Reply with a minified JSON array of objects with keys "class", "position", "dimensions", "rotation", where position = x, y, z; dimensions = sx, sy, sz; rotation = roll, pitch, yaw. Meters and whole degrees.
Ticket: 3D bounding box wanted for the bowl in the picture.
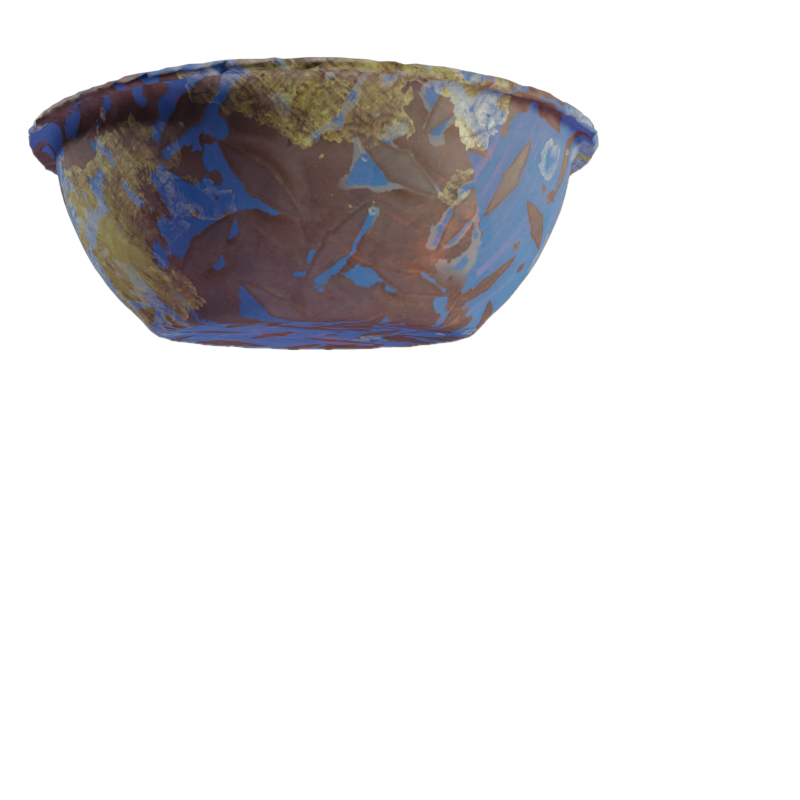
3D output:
[{"class":"bowl","position":[-0.025,-0.046,0.319],"dimensions":[0.162,0.056,0.160],"rotation":[0,-3,-2]}]
